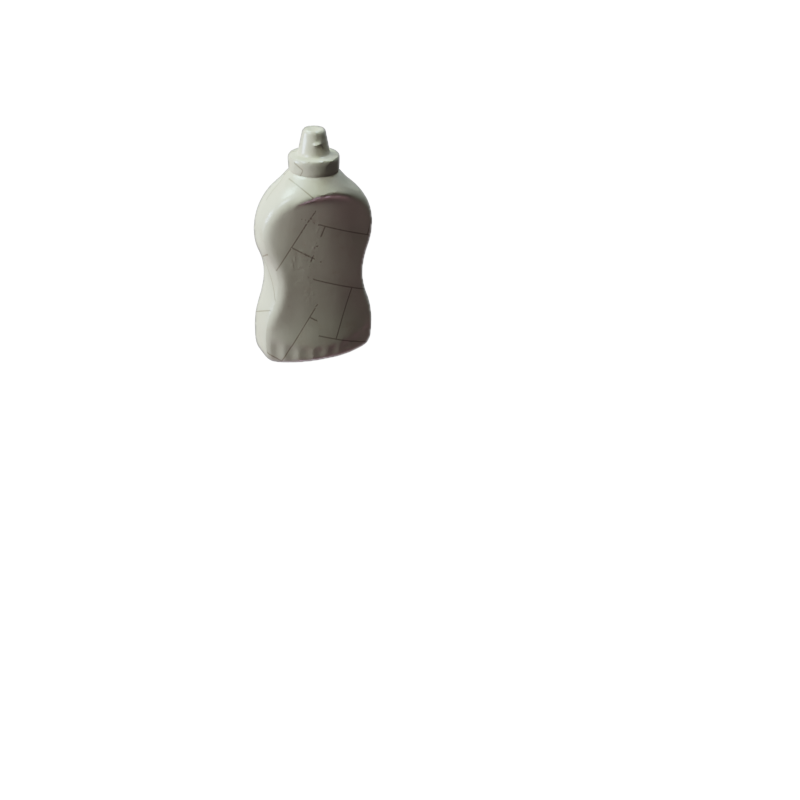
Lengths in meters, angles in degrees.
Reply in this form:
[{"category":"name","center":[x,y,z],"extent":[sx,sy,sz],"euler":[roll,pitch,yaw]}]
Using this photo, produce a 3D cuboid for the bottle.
[{"category":"bottle","center":[-0.070,-0.128,0.898],"extent":[0.094,0.182,0.063],"euler":[-8,26,-20]}]
